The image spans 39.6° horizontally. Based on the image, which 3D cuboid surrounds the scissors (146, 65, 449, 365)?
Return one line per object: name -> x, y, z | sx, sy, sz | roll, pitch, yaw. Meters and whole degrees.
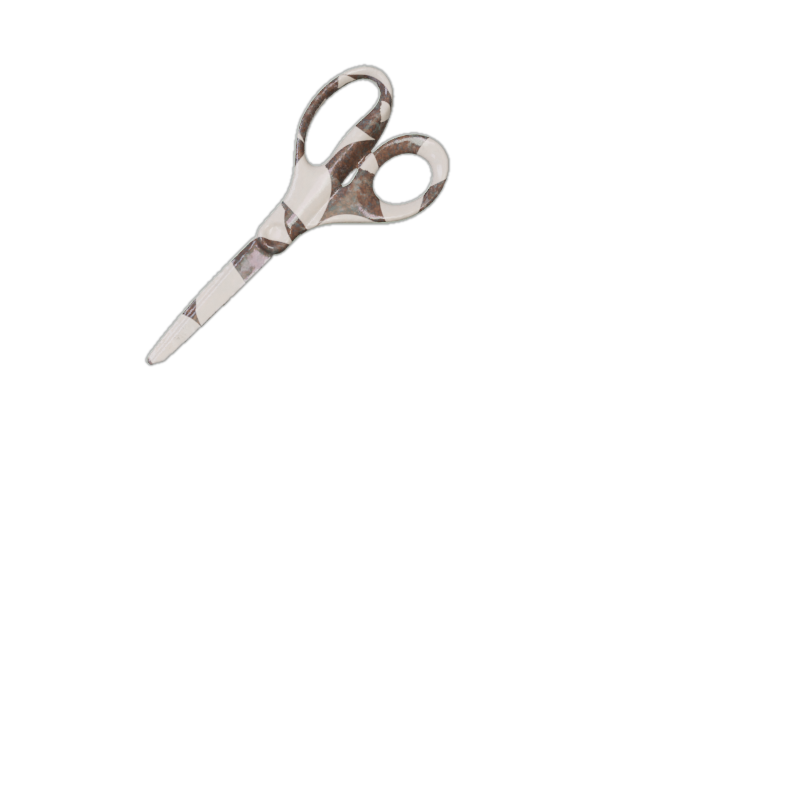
scissors -> -0.047, -0.086, 0.604 | 0.097, 0.203, 0.015 | 28, -6, 3
